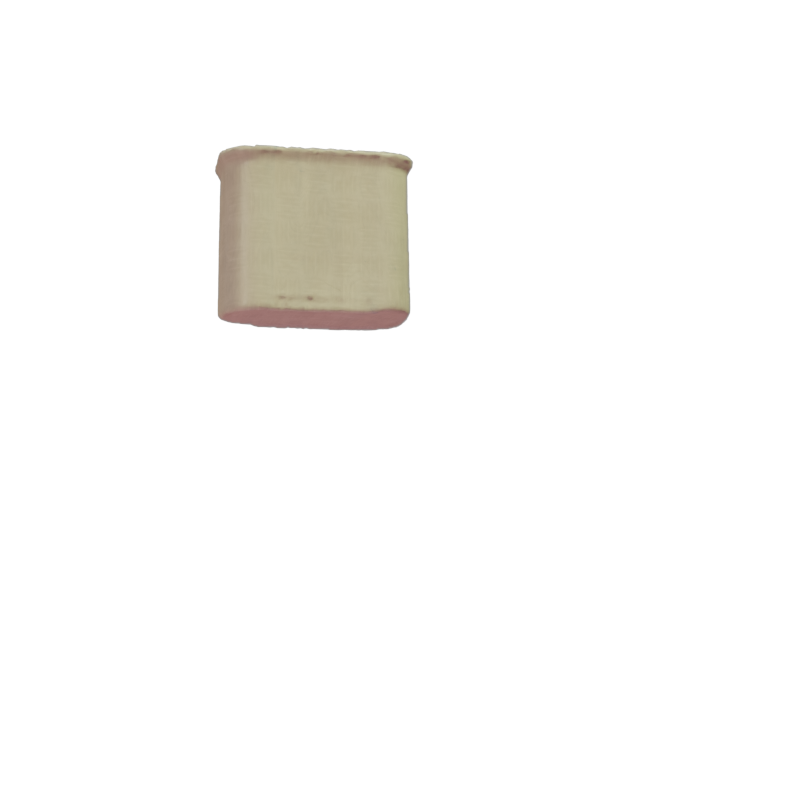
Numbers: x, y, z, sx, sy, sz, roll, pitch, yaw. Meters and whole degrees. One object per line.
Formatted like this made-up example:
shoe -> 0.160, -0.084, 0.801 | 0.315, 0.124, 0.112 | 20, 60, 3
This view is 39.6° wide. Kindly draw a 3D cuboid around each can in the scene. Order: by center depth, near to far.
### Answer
can -> -0.045, -0.082, 0.574 | 0.100, 0.086, 0.057 | 1, -12, -11
